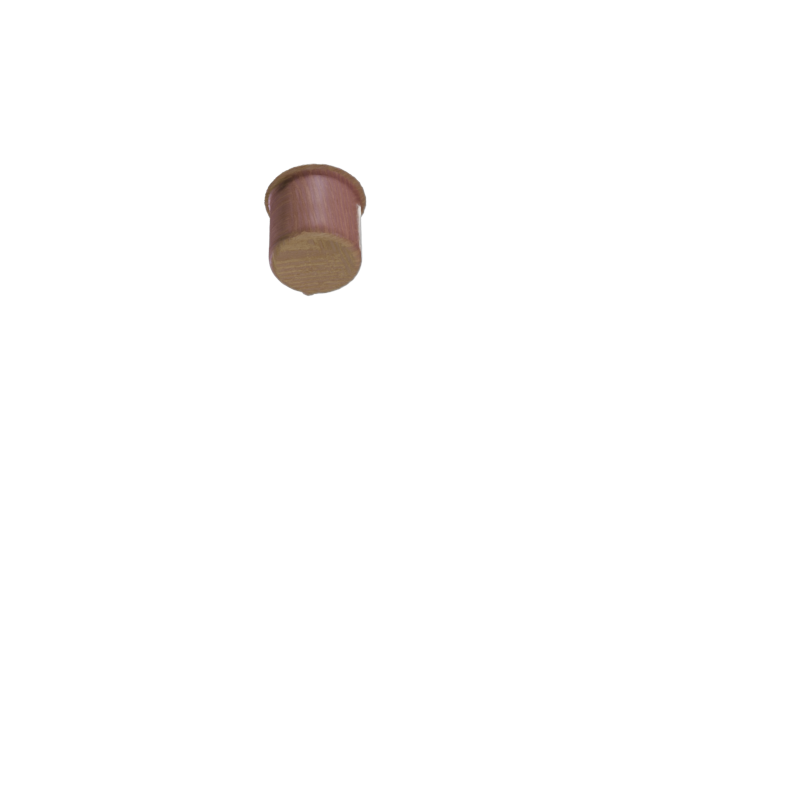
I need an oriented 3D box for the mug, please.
[{"bbox_3d":[-0.078,-0.142,0.993,0.092,0.087,0.110,6,-41,-9],"label":"mug"}]
